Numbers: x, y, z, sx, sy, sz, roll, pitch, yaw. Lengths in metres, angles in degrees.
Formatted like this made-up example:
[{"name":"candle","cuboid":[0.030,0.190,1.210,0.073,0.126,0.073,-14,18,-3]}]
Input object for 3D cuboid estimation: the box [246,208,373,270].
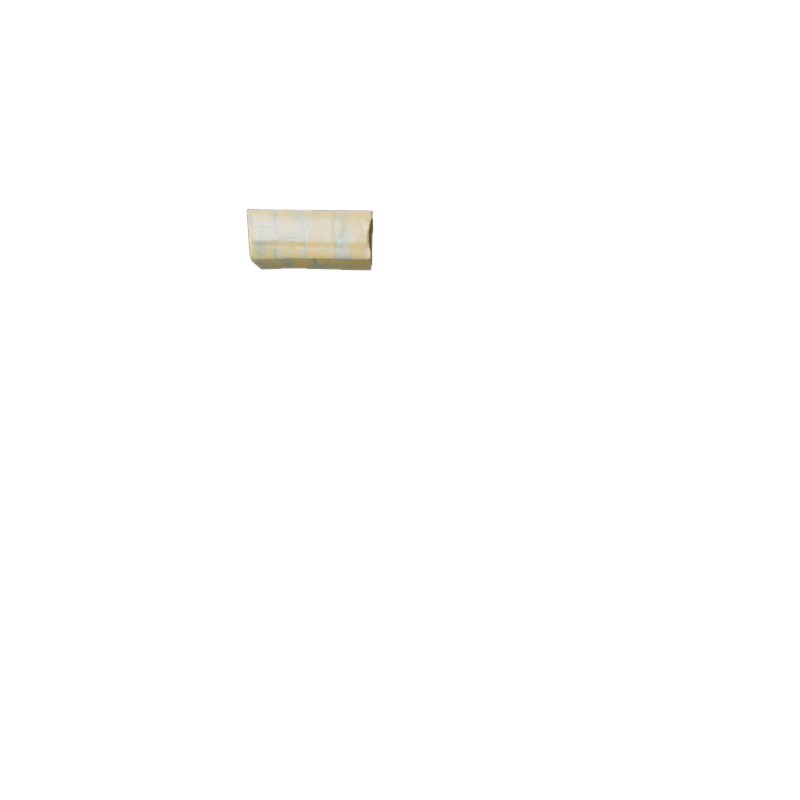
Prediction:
[{"name":"box","cuboid":[-0.065,-0.118,0.827,0.090,0.039,0.113,0,3,0]}]
